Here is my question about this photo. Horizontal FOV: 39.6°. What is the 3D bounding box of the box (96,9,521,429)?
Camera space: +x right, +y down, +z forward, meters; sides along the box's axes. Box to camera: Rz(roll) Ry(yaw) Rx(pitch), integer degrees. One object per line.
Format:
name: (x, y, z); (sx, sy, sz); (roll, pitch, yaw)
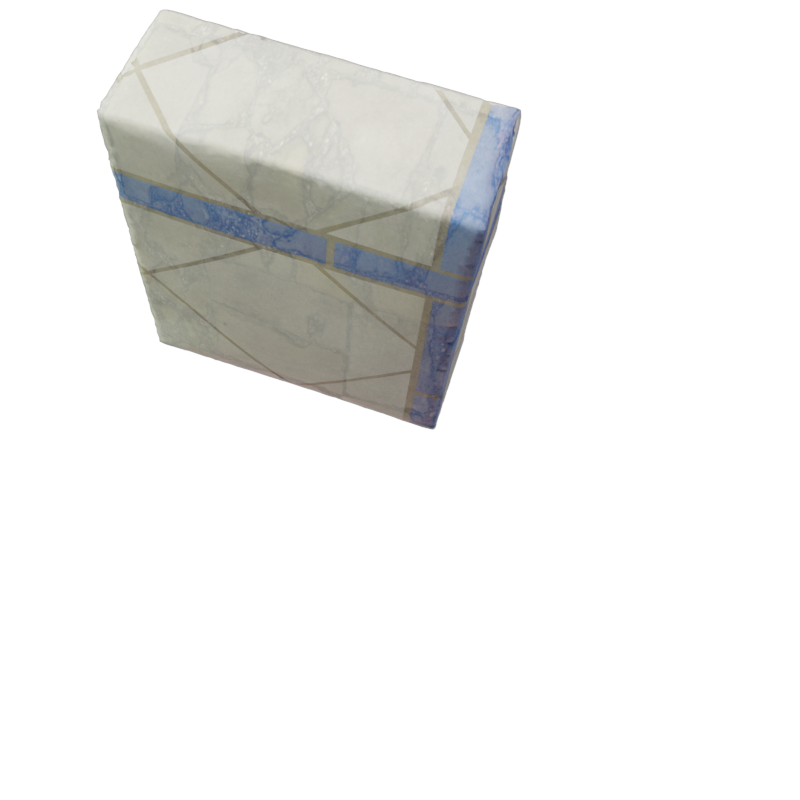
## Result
box: (-0.042, -0.076, 0.535); (0.167, 0.075, 0.202); (19, -25, 7)
